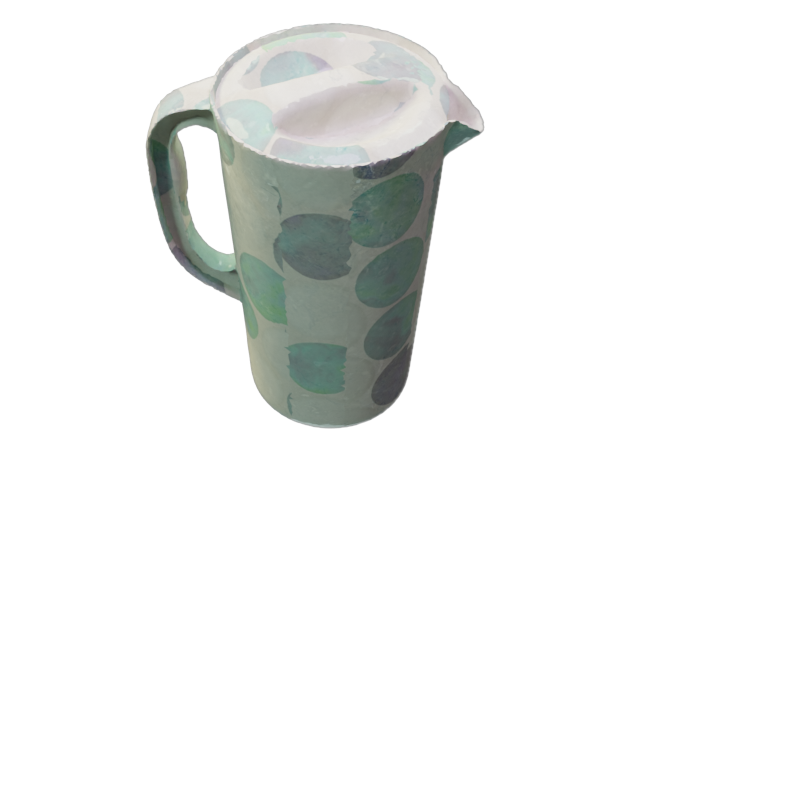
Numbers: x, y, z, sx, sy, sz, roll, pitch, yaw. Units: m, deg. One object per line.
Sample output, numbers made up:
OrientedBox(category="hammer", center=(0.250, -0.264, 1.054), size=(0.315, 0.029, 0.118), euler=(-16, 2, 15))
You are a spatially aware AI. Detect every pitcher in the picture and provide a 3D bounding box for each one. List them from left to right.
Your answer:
OrientedBox(category="pitcher", center=(-0.053, -0.097, 0.678), size=(0.146, 0.226, 0.159), euler=(-34, 57, -29))
